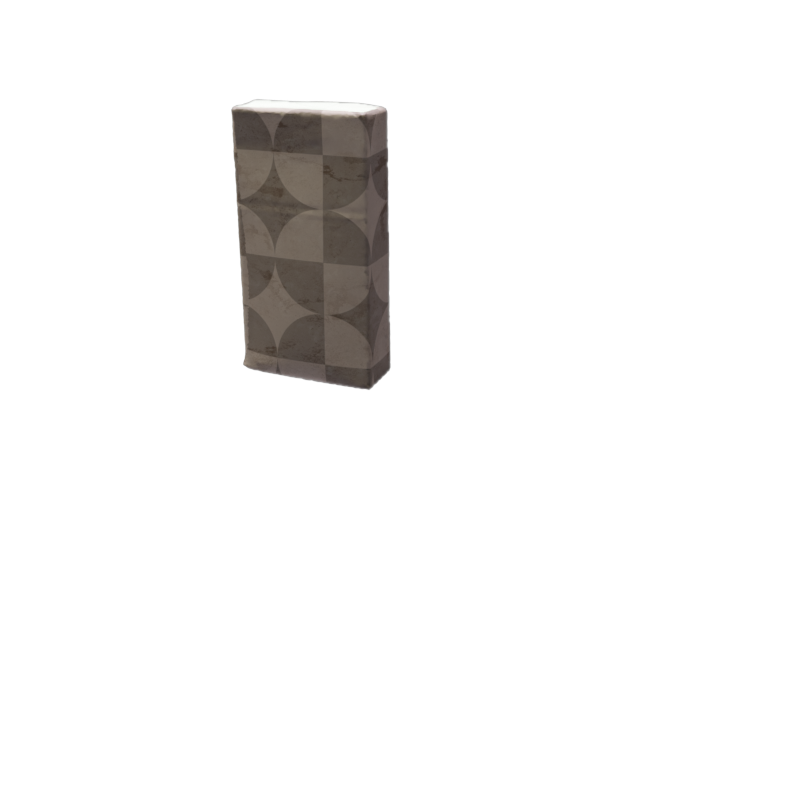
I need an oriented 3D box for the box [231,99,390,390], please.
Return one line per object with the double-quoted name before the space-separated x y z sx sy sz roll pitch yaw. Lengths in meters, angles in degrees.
"box" -0.055 -0.101 0.706 0.097 0.170 0.048 8 17 23
